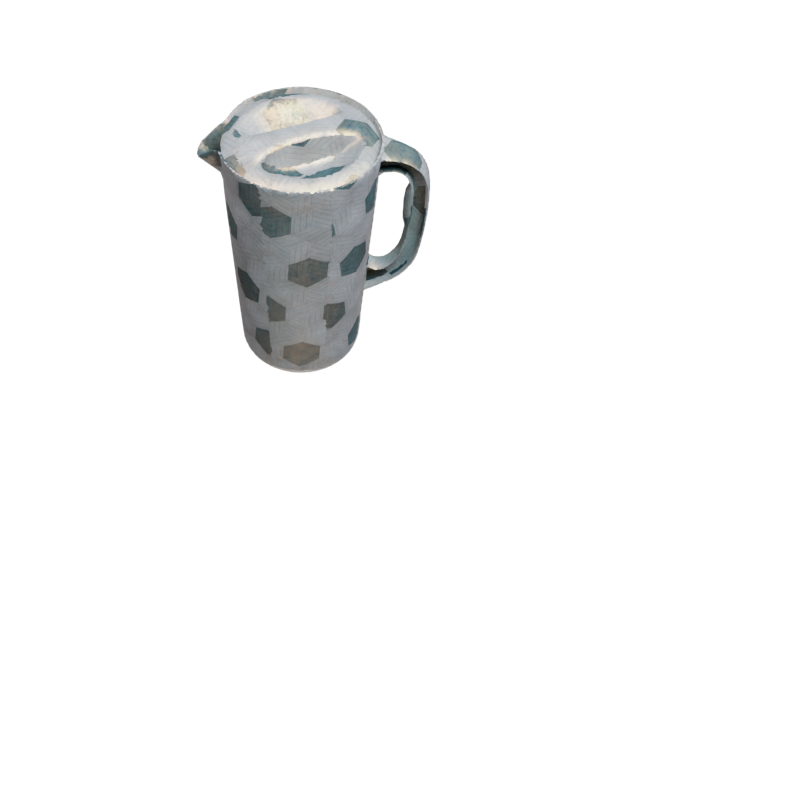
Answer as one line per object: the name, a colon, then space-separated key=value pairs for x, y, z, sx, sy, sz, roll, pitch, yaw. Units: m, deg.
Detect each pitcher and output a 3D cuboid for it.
pitcher: x=-0.075 y=-0.136 z=0.954 sx=0.146 sy=0.226 sz=0.159 roll=-34 pitch=58 yaw=-28
